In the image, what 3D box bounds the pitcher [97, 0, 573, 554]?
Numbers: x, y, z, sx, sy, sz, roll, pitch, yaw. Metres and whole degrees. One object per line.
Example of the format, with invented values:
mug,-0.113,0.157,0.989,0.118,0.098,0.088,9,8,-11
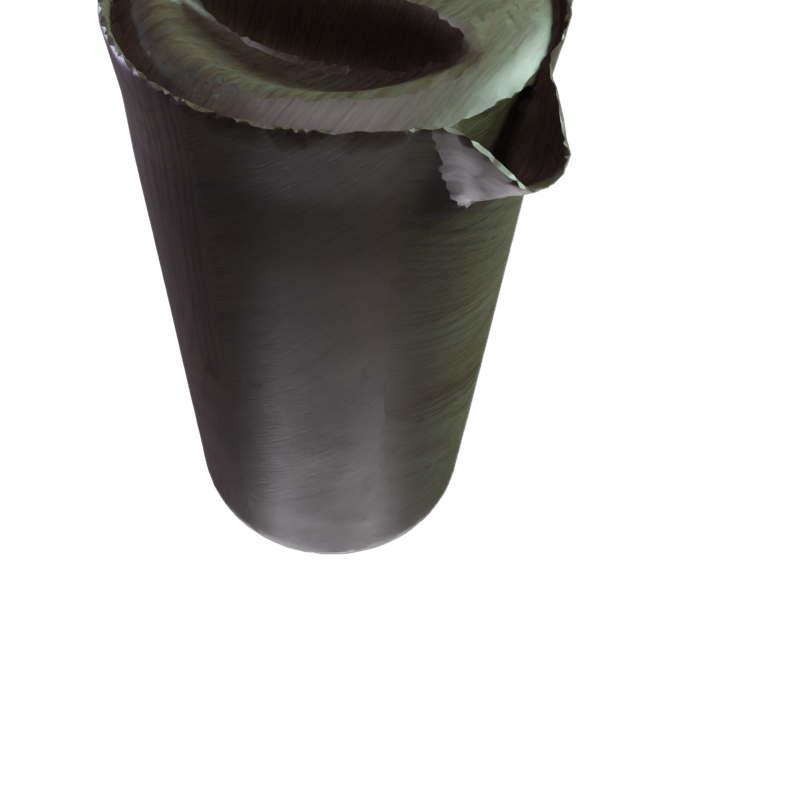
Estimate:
pitcher,-0.031,-0.057,0.399,0.145,0.160,0.226,2,-40,-1
